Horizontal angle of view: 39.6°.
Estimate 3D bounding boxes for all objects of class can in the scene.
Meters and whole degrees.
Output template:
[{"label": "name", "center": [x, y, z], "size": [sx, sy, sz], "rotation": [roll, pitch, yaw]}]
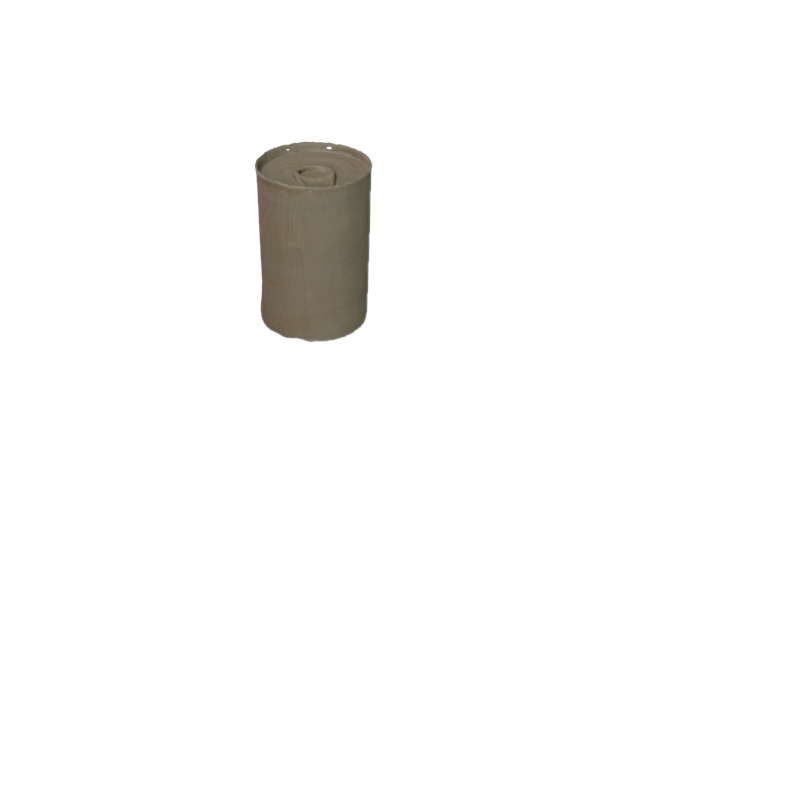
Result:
[{"label": "can", "center": [-0.052, -0.095, 0.662], "size": [0.068, 0.096, 0.073], "rotation": [0, 30, -2]}]
